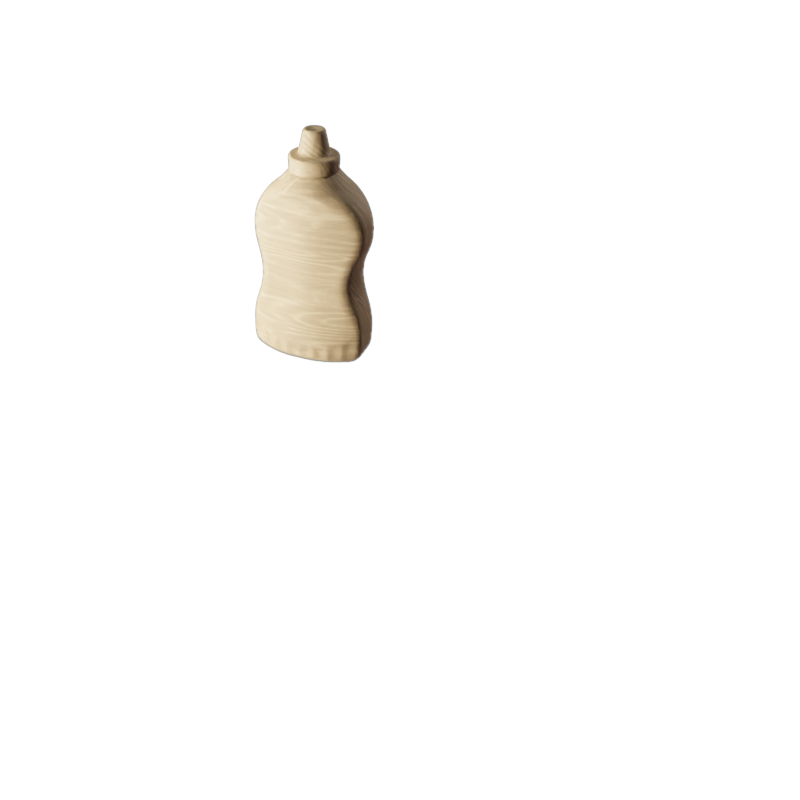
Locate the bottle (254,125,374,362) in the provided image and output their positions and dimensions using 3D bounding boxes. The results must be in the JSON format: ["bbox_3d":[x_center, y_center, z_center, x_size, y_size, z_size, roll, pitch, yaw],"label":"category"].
[{"bbox_3d":[-0.070,-0.127,0.890,0.100,0.181,0.060,13,30,21],"label":"bottle"}]
